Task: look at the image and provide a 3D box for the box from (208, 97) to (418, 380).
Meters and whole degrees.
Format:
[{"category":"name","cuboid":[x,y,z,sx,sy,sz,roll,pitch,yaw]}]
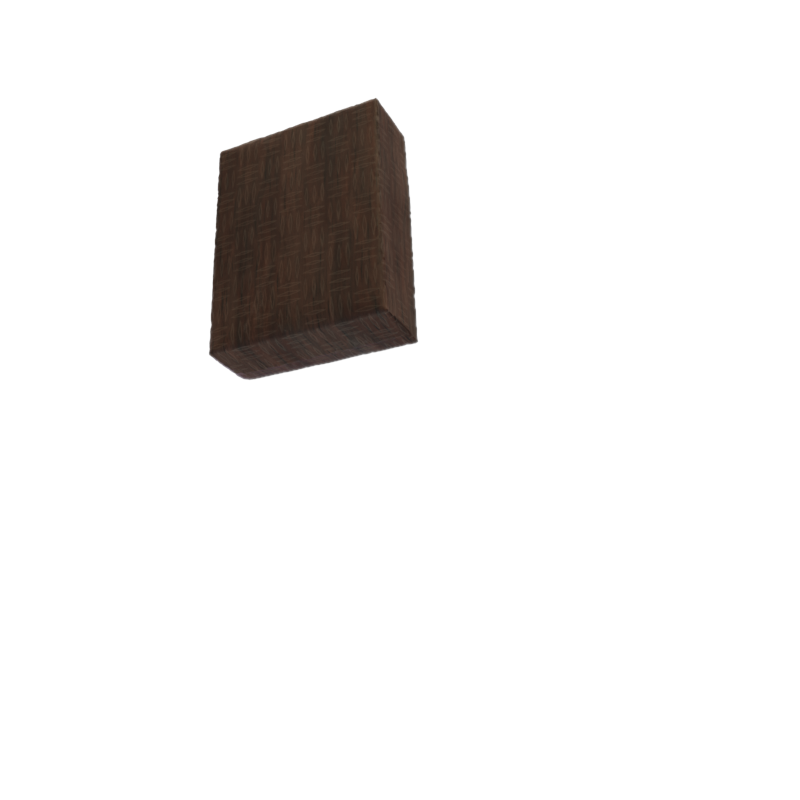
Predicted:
[{"category":"box","cuboid":[-0.075,-0.137,0.958,0.166,0.228,0.066,-15,-33,22]}]
